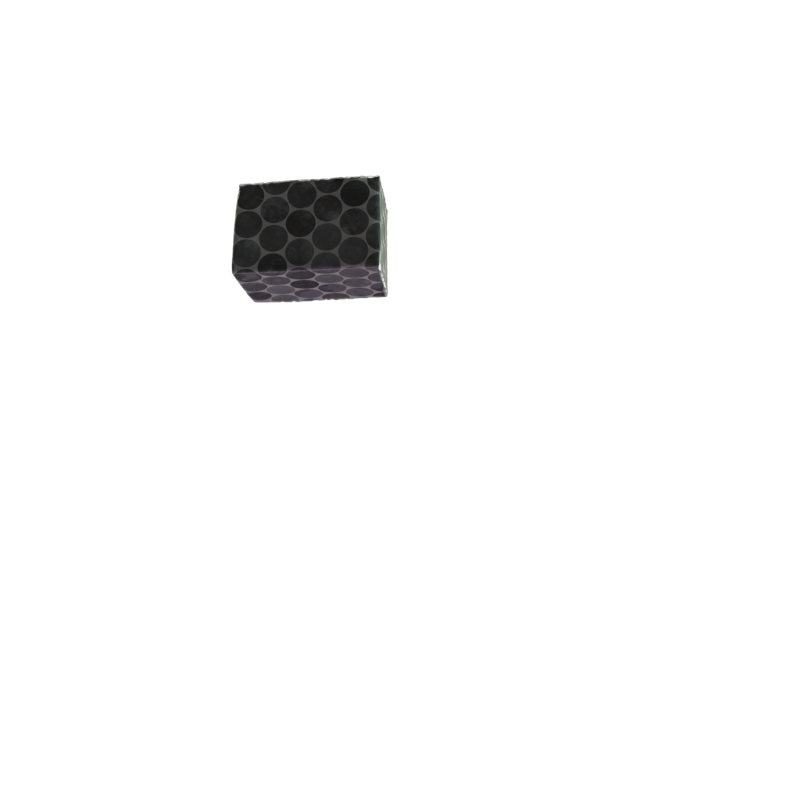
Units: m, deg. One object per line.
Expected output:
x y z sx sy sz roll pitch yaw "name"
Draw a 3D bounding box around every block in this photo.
-0.047 -0.085 0.596 0.079 0.054 0.050 -2 -17 7 "block"
